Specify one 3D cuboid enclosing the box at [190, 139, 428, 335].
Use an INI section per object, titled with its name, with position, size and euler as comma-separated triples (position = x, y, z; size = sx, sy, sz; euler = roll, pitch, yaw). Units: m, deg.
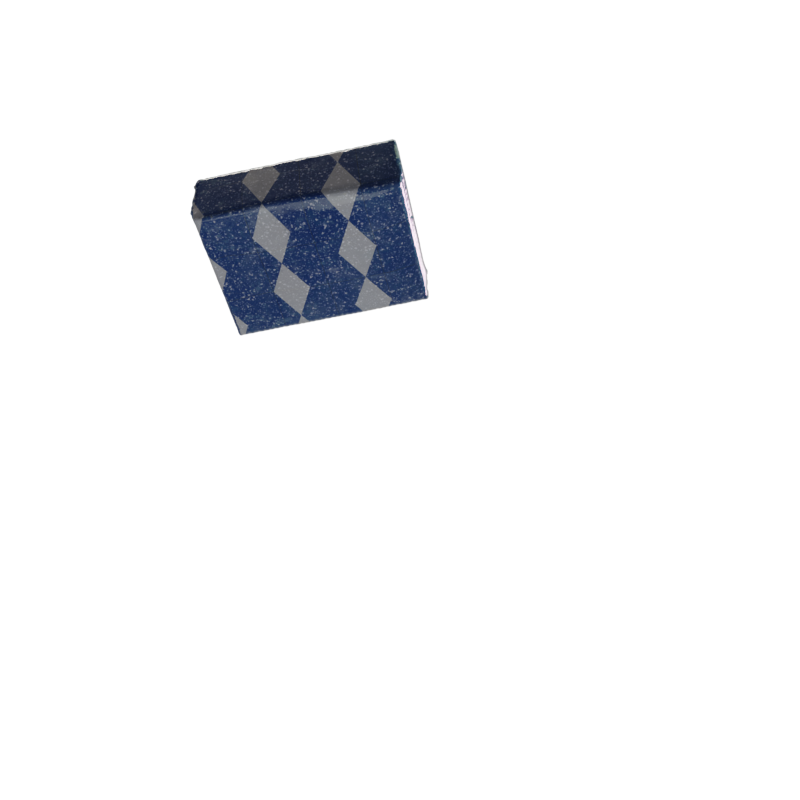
[box]
position = -0.047, -0.086, 0.605
size = 0.114, 0.042, 0.083
euler = -9, -45, 8
